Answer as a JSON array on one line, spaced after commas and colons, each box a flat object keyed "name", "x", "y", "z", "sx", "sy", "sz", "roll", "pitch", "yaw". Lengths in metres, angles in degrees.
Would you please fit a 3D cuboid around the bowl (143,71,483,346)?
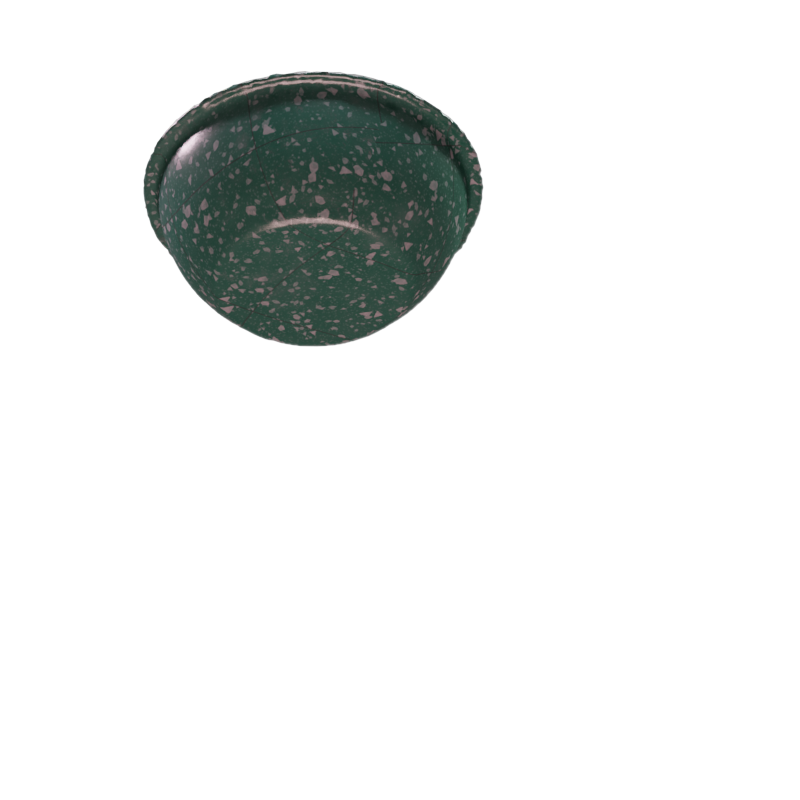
[{"name": "bowl", "x": -0.040, "y": -0.073, "z": 0.512, "sx": 0.162, "sy": 0.059, "sz": 0.151, "roll": 1, "pitch": -36, "yaw": -2}]
